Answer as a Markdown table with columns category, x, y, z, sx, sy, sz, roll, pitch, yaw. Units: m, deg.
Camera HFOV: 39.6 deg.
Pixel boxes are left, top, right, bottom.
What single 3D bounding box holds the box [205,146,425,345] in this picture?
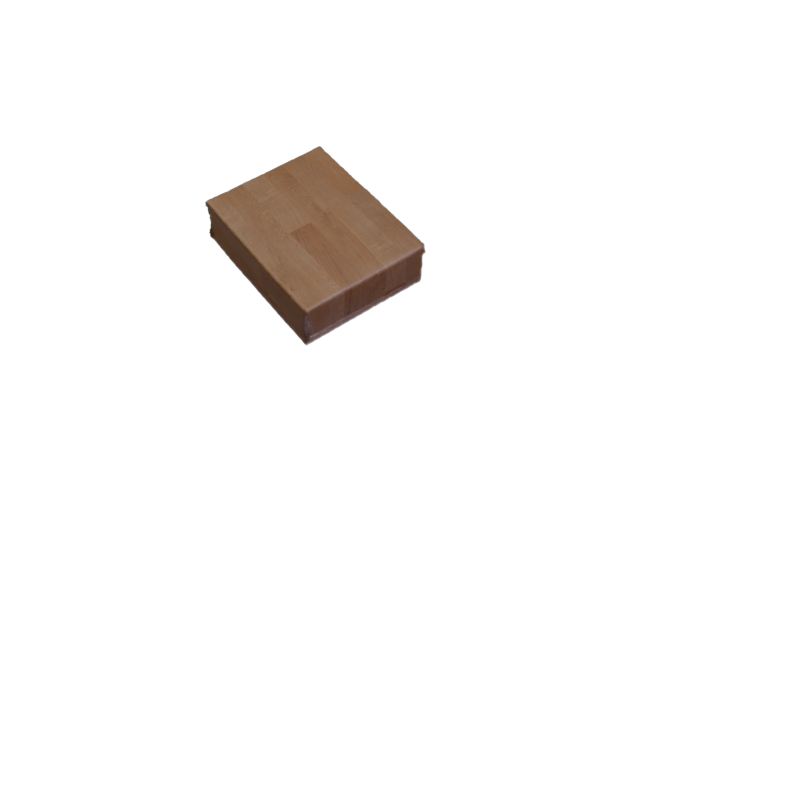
| category | x | y | z | sx | sy | sz | roll | pitch | yaw |
| --- | --- | --- | --- | --- | --- | --- | --- | --- | --- |
| box | -0.054 | -0.099 | 0.691 | 0.090 | 0.036 | 0.122 | -30 | 56 | -23 |
